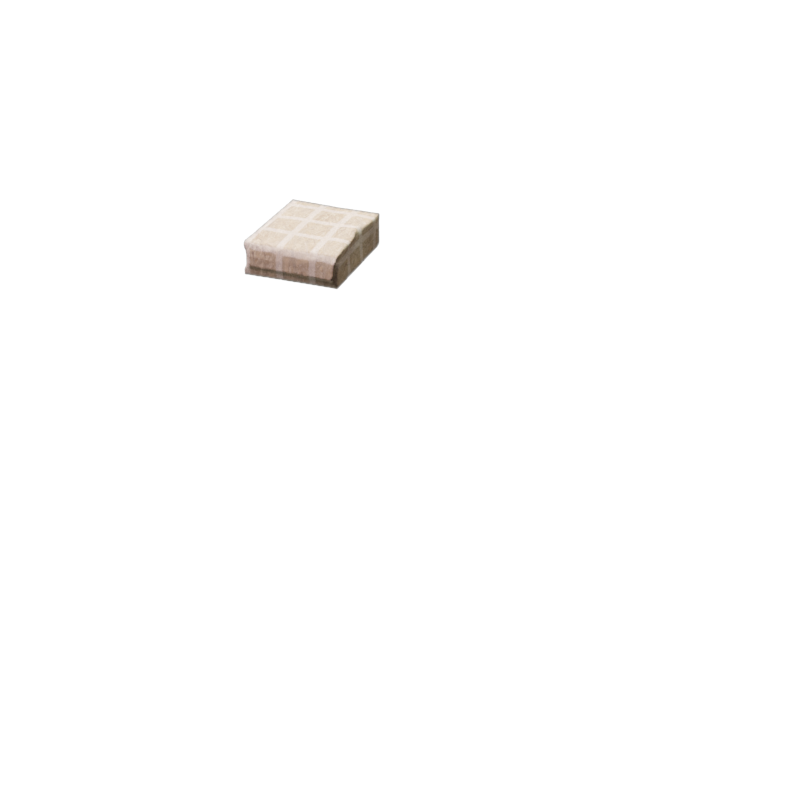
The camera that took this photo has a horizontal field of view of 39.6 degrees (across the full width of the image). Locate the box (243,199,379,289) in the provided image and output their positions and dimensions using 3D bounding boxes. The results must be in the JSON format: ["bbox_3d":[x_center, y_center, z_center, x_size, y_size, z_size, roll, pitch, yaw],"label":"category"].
[{"bbox_3d":[-0.064,-0.116,0.816,0.075,0.028,0.091,11,31,18],"label":"box"}]
